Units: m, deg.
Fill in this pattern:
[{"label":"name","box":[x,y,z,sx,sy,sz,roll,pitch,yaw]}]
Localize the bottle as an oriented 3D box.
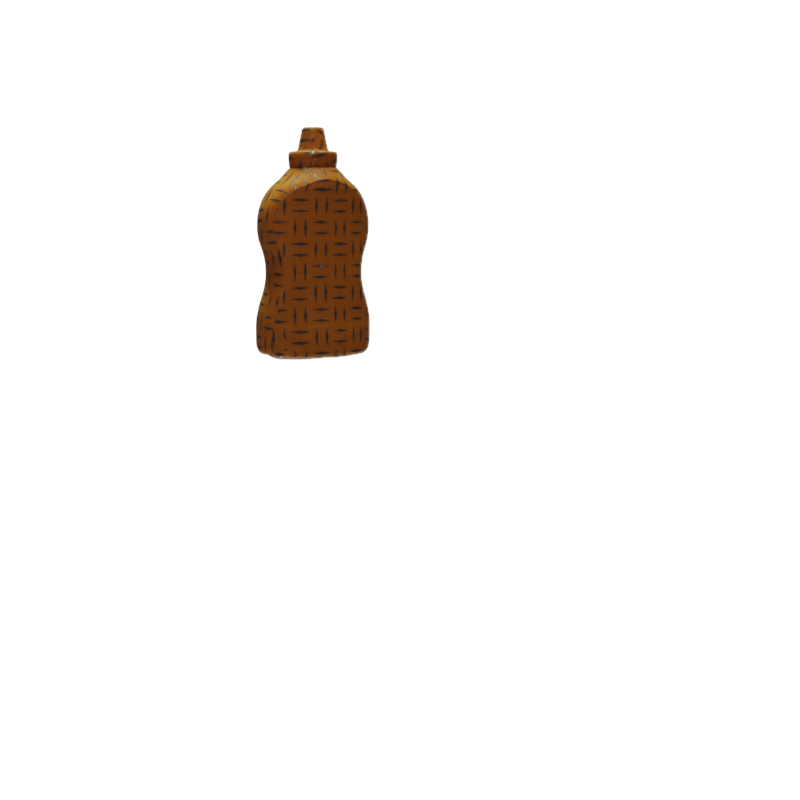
[{"label":"bottle","box":[-0.073,-0.134,0.935,0.093,0.190,0.060,-2,4,-25]}]
